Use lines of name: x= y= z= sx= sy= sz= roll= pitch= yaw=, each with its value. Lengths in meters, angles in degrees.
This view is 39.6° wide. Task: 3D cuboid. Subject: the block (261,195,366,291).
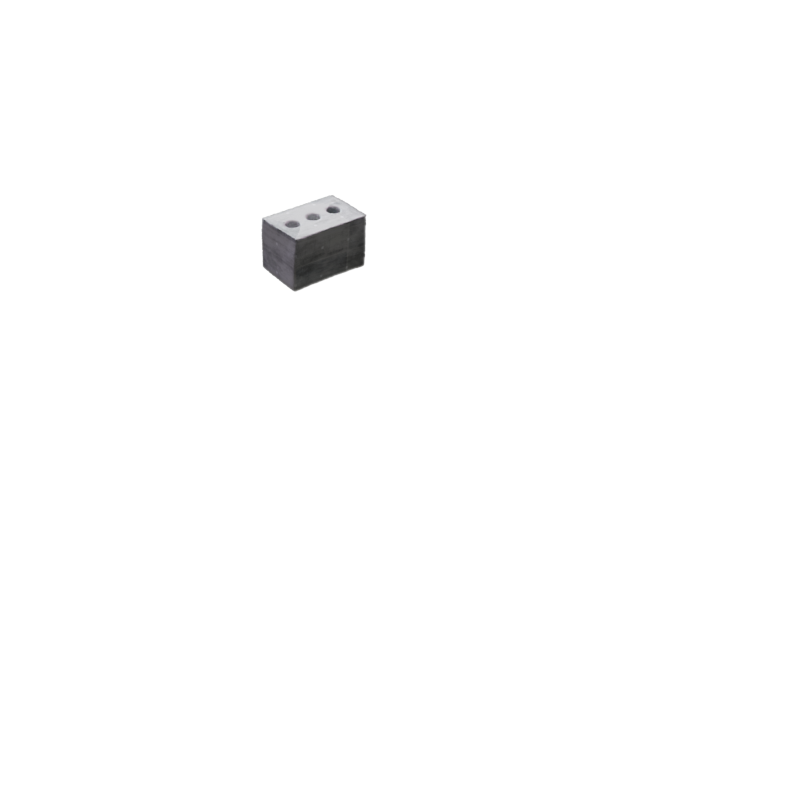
block: x=-0.076 y=-0.138 z=0.968 sx=0.077 sy=0.048 sz=0.057 roll=-24 pitch=41 yaw=-32
